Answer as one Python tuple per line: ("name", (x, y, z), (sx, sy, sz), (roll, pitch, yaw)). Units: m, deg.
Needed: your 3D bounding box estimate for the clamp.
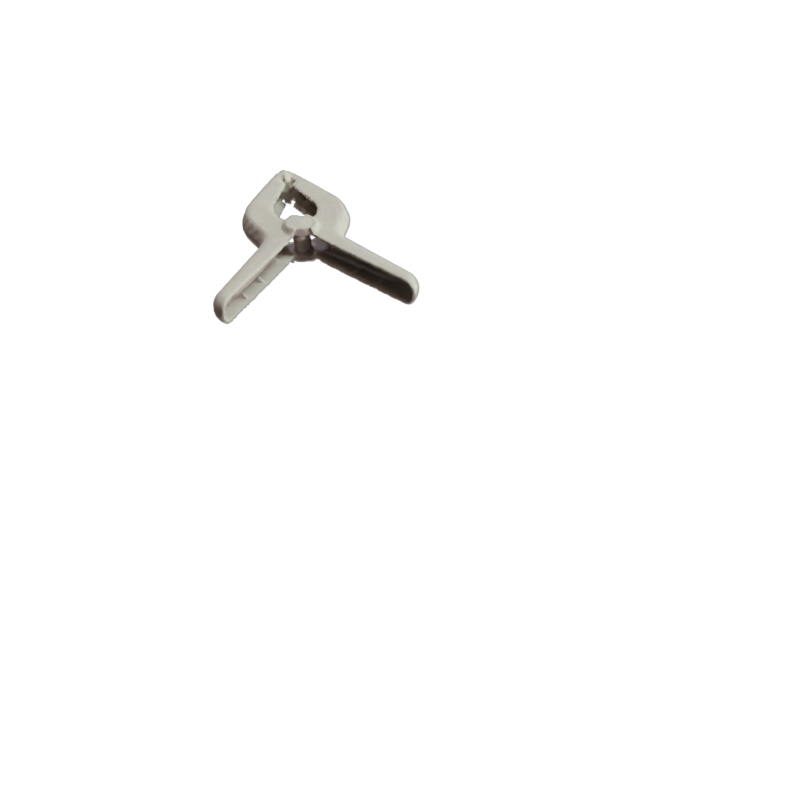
("clamp", (-0.075, -0.136, 0.952), (0.164, 0.034, 0.225), (-3, 38, -3))
